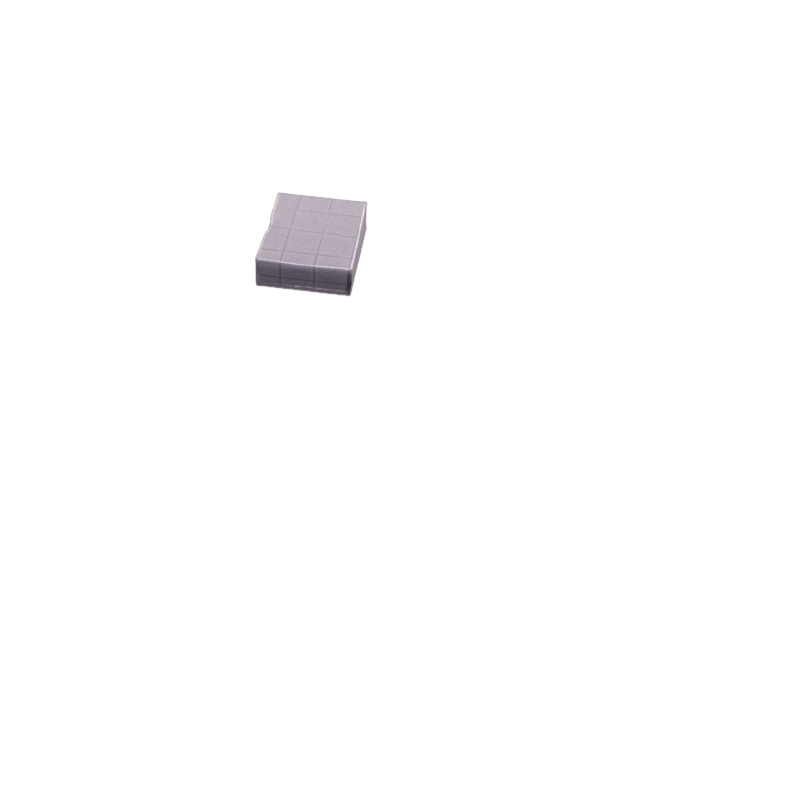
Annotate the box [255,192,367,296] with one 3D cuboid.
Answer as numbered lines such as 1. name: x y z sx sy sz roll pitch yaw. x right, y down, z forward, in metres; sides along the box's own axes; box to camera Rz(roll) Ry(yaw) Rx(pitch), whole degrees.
1. box: -0.067 -0.122 0.852 0.074 0.028 0.095 6 44 6
